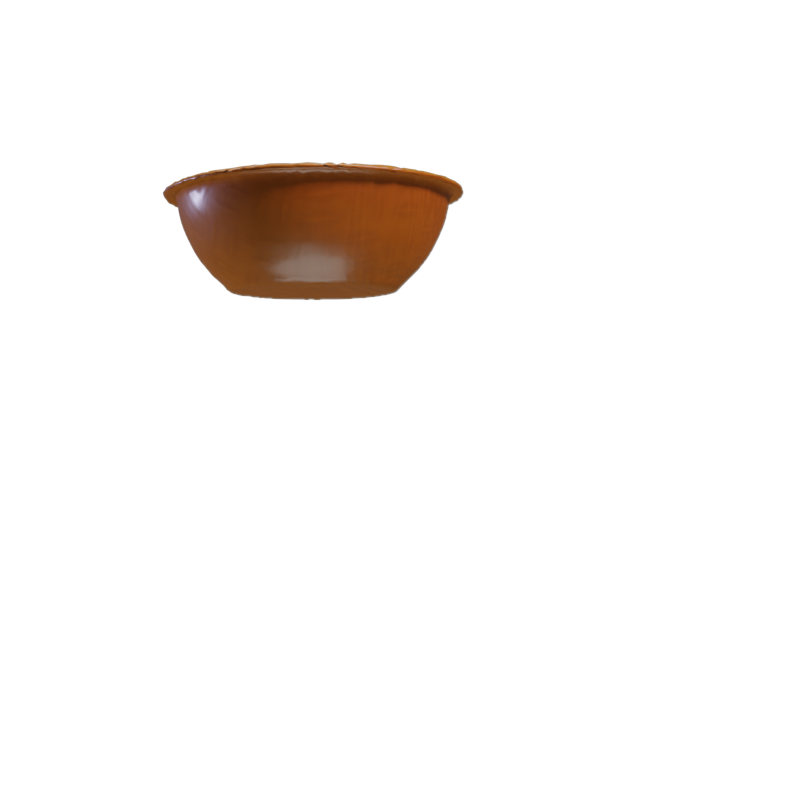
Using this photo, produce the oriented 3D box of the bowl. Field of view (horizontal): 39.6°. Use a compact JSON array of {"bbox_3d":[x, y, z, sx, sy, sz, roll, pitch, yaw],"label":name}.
[{"bbox_3d":[-0.047,-0.085,0.597,0.162,0.056,0.161,0,-1,-2],"label":"bowl"}]
